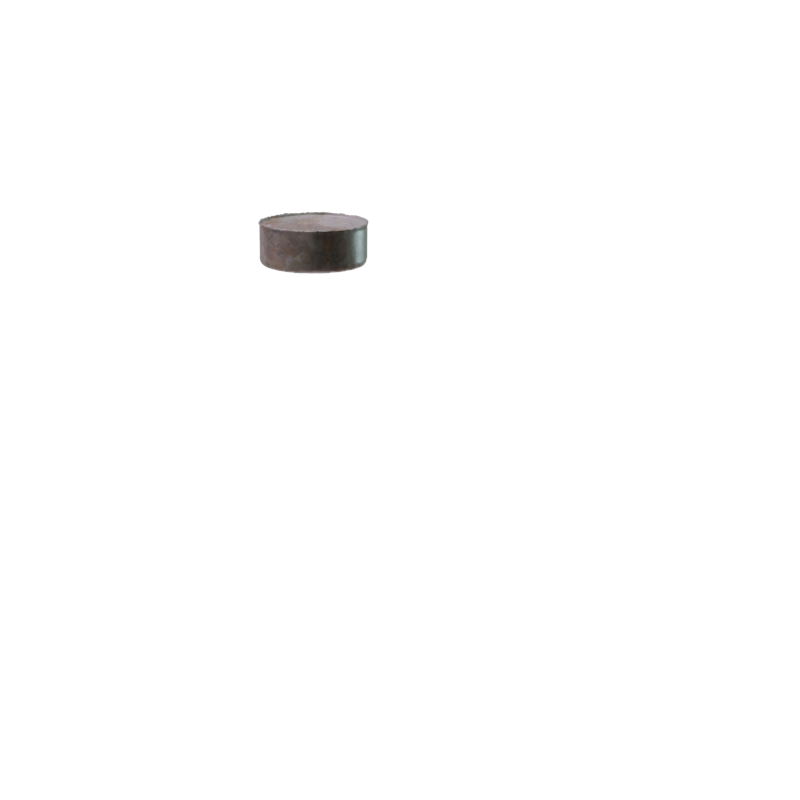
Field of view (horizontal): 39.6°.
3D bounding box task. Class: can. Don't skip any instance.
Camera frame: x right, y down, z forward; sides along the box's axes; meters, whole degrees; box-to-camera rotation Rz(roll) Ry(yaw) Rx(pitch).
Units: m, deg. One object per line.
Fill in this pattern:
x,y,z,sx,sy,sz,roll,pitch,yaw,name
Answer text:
-0.068,-0.124,0.867,0.086,0.032,0.089,-1,18,-2,can
